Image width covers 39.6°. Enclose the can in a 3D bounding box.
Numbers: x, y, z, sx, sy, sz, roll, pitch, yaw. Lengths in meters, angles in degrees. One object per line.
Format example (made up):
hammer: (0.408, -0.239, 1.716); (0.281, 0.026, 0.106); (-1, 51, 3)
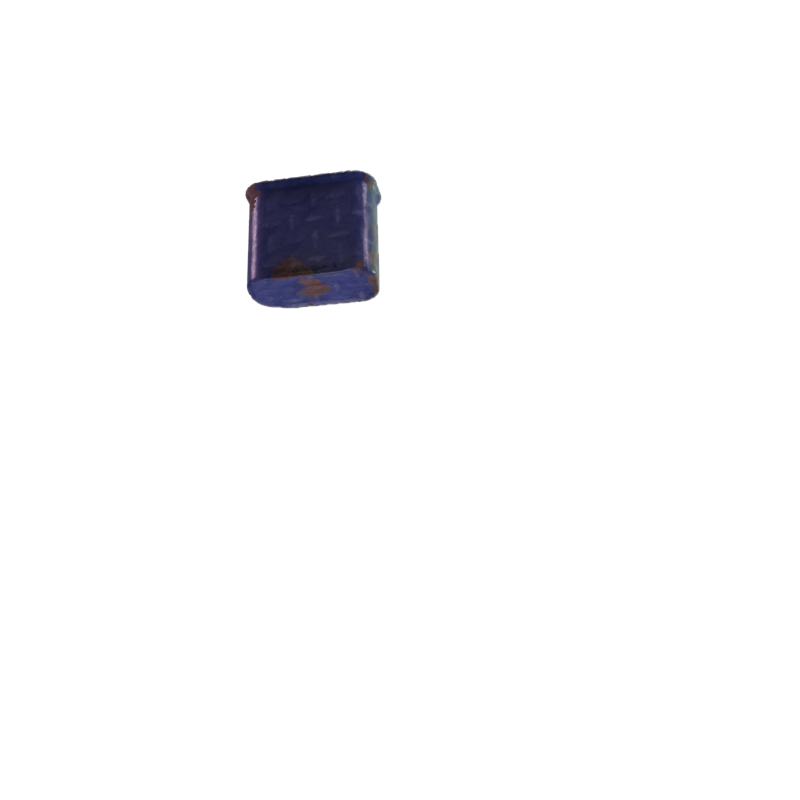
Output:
can: (-0.065, -0.119, 0.831); (0.103, 0.089, 0.053); (-6, -27, 10)
